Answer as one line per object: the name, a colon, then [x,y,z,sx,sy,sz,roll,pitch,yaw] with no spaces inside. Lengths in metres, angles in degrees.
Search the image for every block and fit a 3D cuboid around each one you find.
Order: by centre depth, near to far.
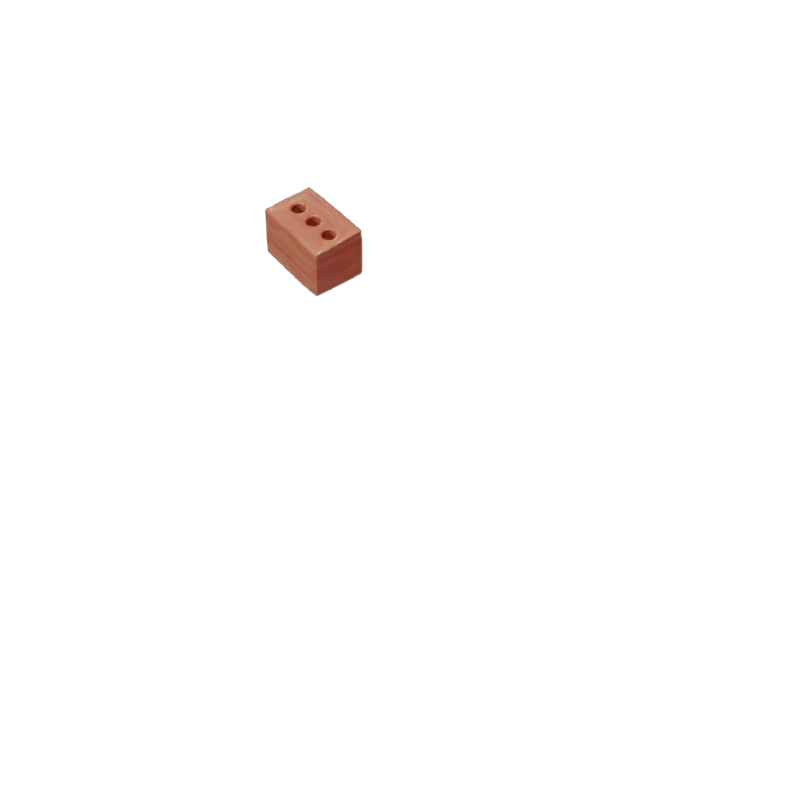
block: [-0.077,-0.141,0.986,0.053,0.048,0.084,-30,54,-27]
